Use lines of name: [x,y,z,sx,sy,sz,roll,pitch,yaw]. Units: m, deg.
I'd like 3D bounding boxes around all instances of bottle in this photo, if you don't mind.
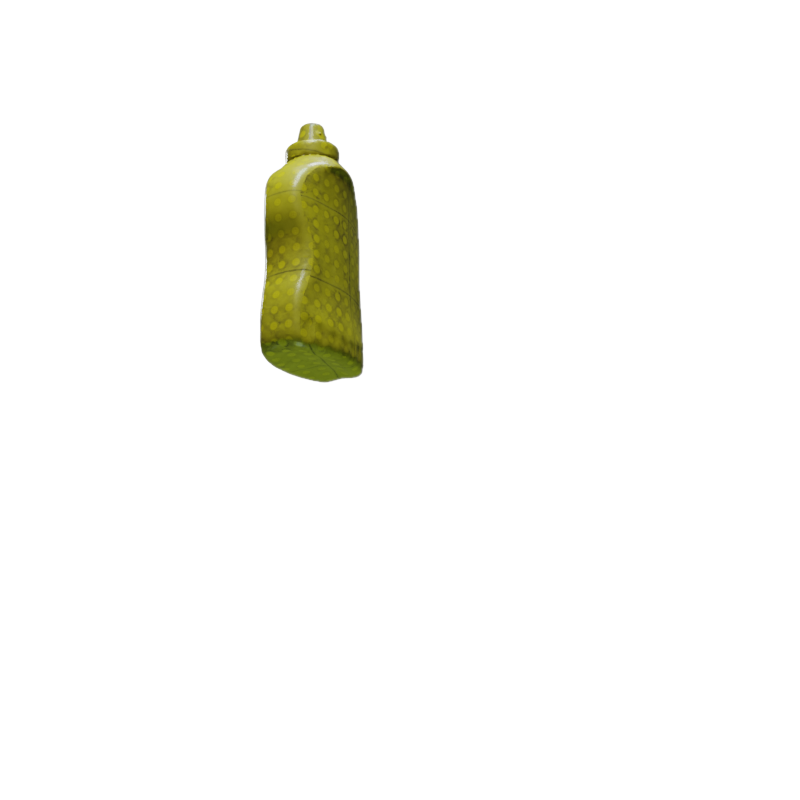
bottle: [-0.064,-0.116,0.815,0.059,0.202,0.090,-14,-24,27]
